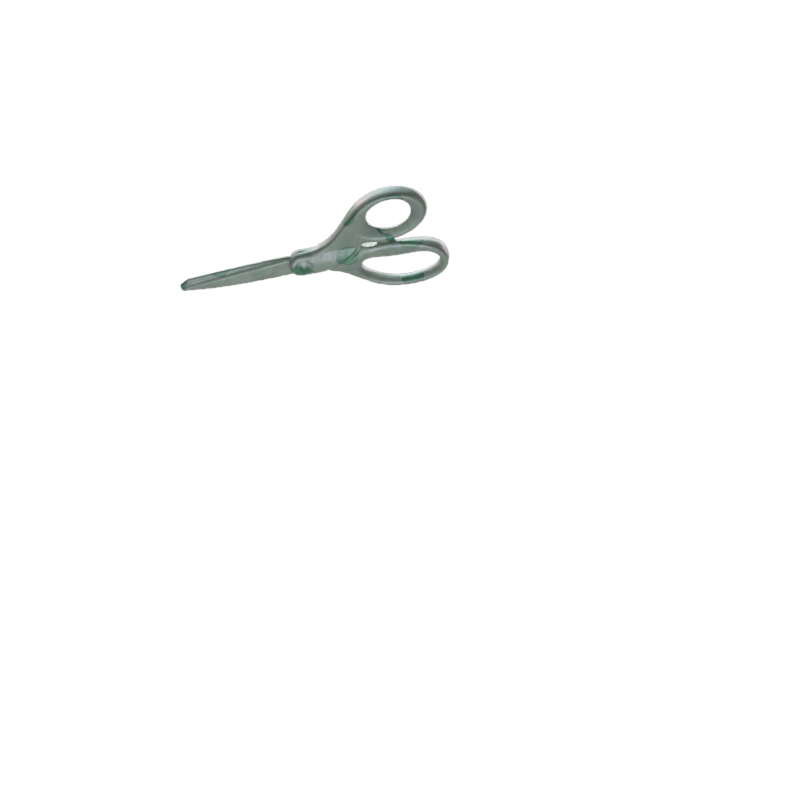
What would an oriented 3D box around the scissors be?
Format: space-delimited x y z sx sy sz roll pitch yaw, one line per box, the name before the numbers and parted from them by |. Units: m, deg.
scissors | -0.064 -0.116 0.815 0.201 0.090 0.017 1 43 -1
